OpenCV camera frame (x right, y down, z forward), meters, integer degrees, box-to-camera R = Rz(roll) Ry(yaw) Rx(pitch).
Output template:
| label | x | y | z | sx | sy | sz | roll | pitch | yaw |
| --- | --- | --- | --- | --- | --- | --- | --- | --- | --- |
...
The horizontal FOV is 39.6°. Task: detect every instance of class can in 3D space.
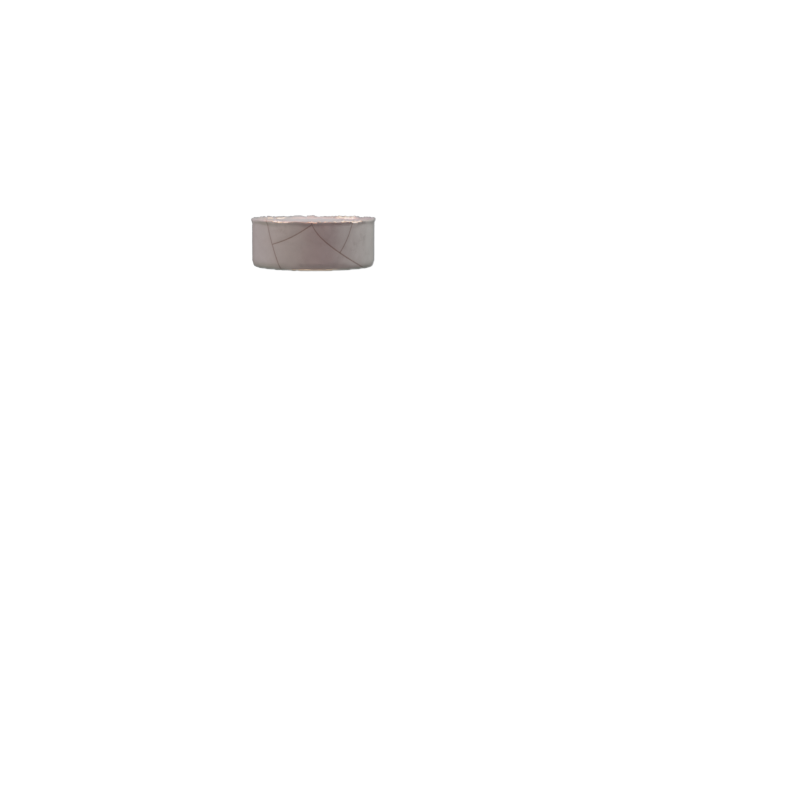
| label | x | y | z | sx | sy | sz | roll | pitch | yaw |
| --- | --- | --- | --- | --- | --- | --- | --- | --- | --- |
| can | -0.060 | -0.109 | 0.764 | 0.086 | 0.033 | 0.088 | 0 | 11 | -2 |
